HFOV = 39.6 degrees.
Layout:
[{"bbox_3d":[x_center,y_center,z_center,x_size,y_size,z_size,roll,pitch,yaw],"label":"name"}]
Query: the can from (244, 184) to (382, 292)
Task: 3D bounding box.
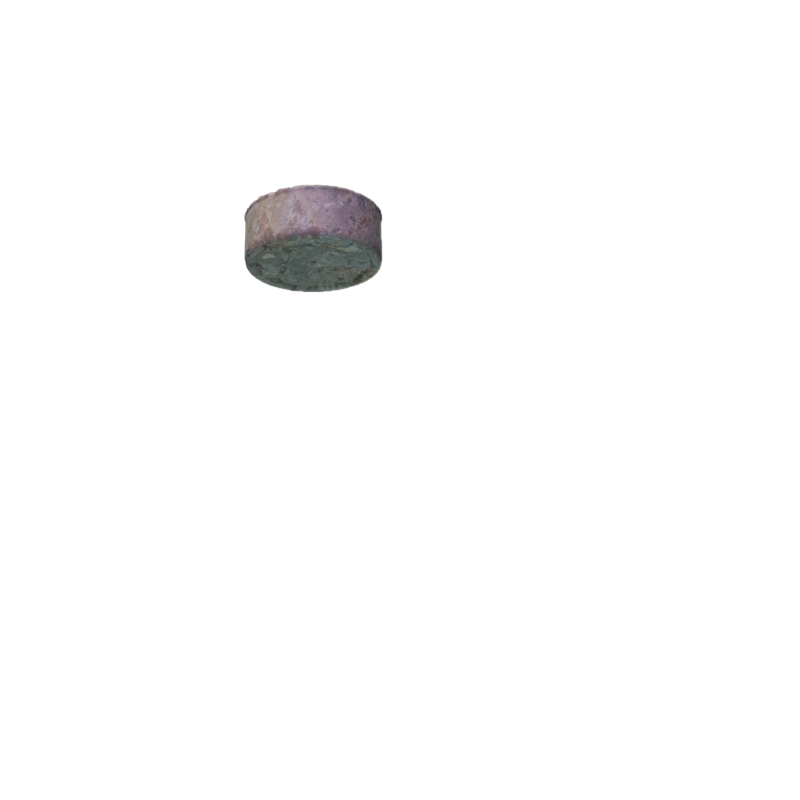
[{"bbox_3d":[-0.053,-0.097,0.682,0.086,0.035,0.082,0,-20,-2],"label":"can"}]
